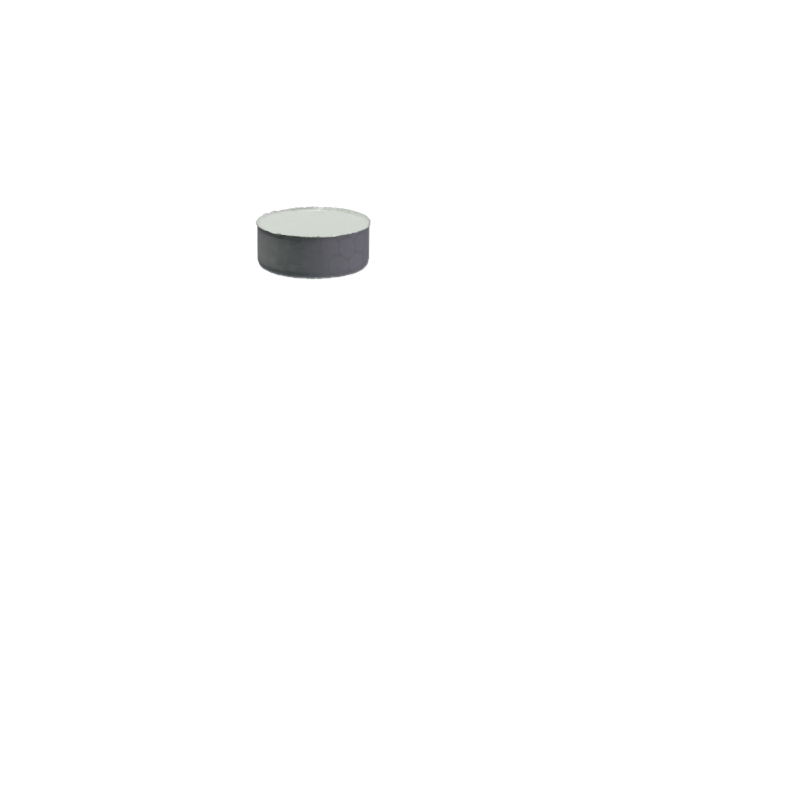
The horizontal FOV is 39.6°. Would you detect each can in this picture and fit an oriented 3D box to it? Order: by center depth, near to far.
[{"bbox_3d":[-0.065,-0.119,0.833,0.086,0.032,0.090,-1,22,-2],"label":"can"}]
